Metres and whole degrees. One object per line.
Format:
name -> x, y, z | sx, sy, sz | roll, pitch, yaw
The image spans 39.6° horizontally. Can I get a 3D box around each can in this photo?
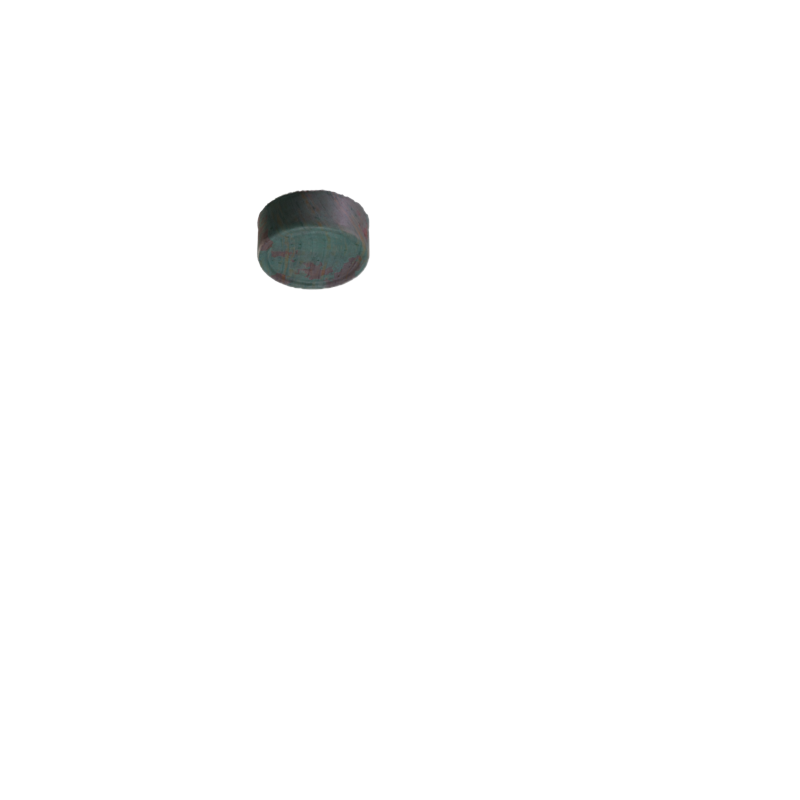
can -> -0.065, -0.119, 0.836 | 0.086, 0.036, 0.080 | 1, -31, -2
